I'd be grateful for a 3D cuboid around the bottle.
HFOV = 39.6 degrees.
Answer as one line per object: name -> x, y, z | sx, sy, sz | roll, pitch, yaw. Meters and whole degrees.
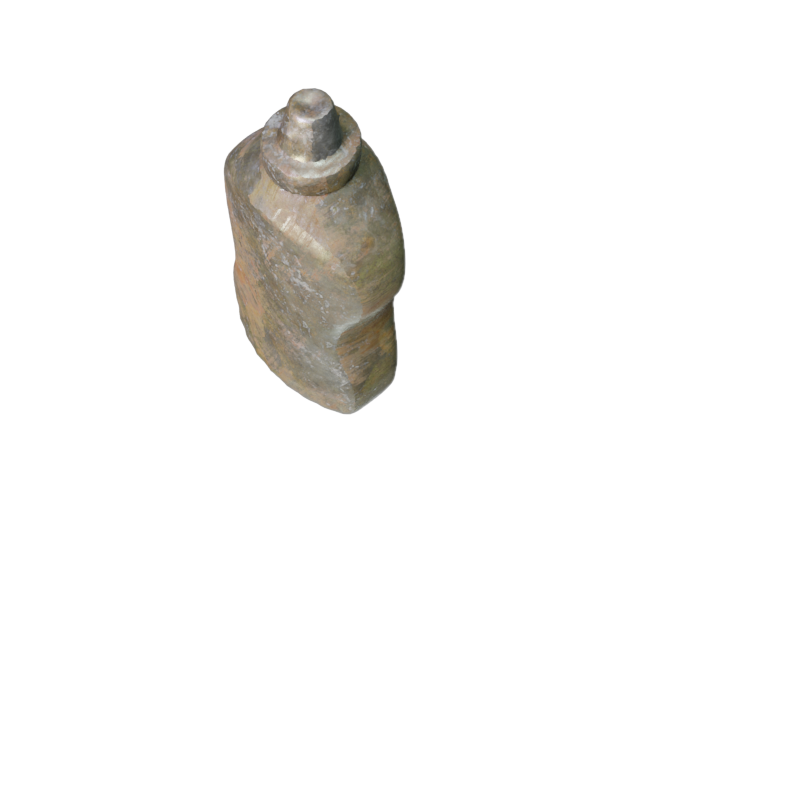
bottle -> -0.040, -0.072, 0.503 | 0.059, 0.102, 0.180 | -34, -21, -20
